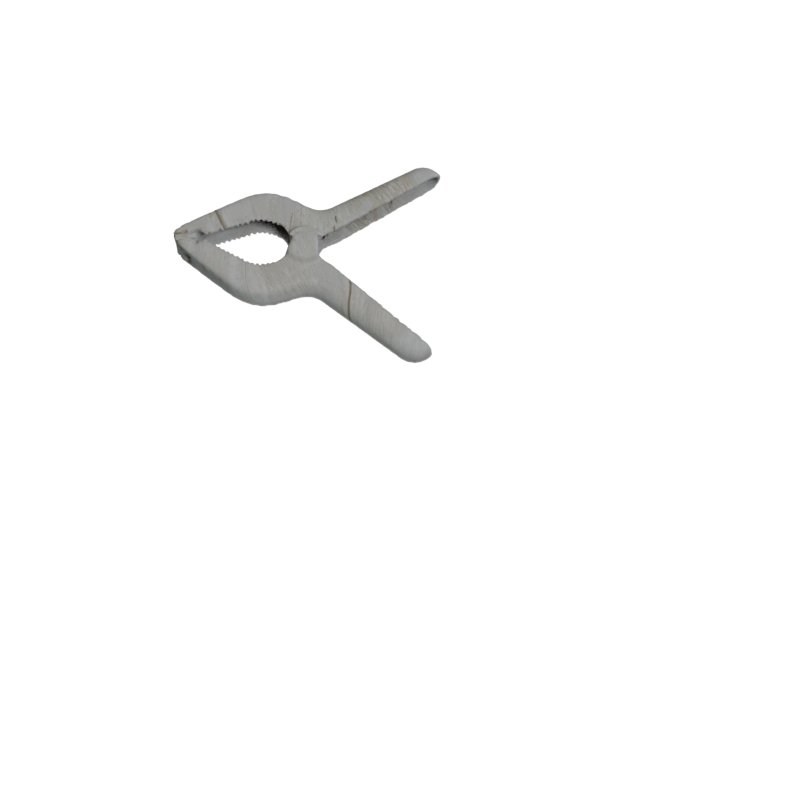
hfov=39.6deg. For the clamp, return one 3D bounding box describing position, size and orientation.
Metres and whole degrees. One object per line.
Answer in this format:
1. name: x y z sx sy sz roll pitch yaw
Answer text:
1. clamp: -0.067 -0.123 0.860 0.212 0.173 0.034 10 -27 5
